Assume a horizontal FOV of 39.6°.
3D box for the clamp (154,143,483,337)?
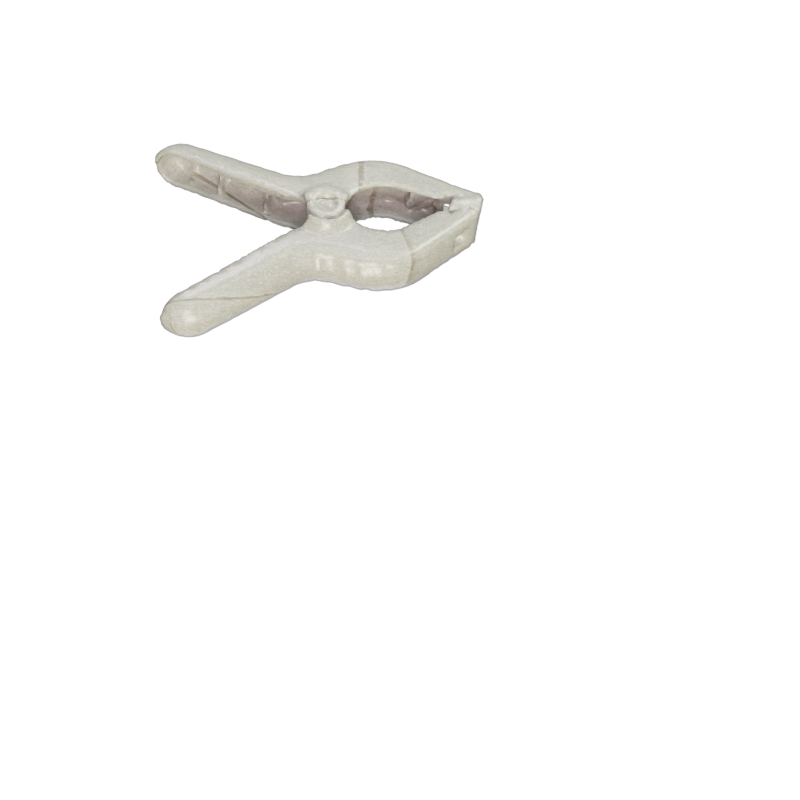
[{"bbox_3d":[-0.043,-0.079,0.555,0.171,0.128,0.037,1,-33,0],"label":"clamp"}]
